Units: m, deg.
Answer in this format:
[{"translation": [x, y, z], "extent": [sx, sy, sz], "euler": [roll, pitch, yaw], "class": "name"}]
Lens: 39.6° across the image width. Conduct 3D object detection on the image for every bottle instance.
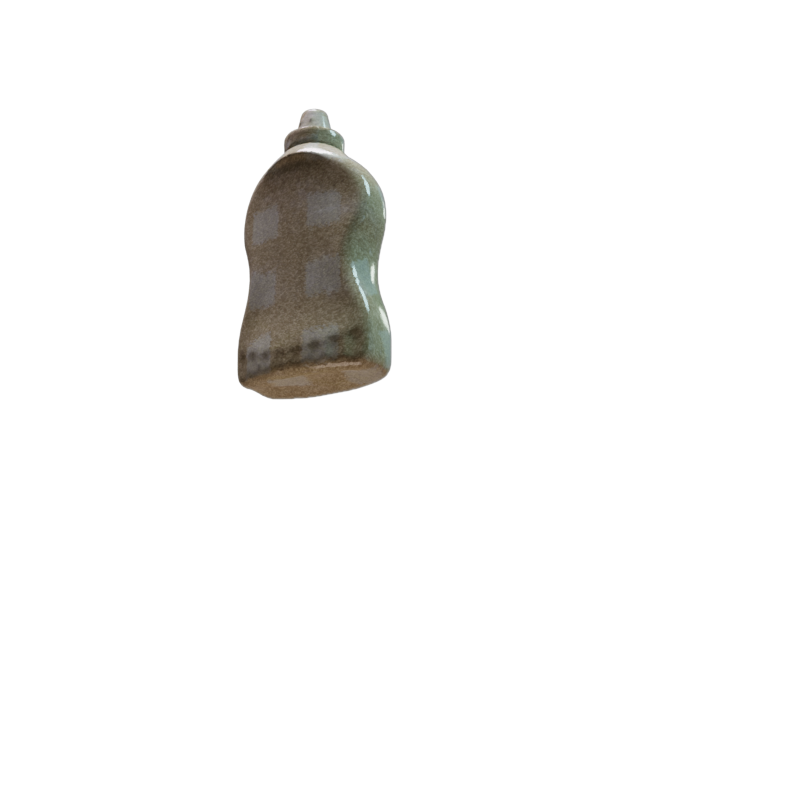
[{"translation": [-0.056, -0.102, 0.712], "extent": [0.098, 0.202, 0.054], "euler": [-14, -26, 28], "class": "bottle"}]
